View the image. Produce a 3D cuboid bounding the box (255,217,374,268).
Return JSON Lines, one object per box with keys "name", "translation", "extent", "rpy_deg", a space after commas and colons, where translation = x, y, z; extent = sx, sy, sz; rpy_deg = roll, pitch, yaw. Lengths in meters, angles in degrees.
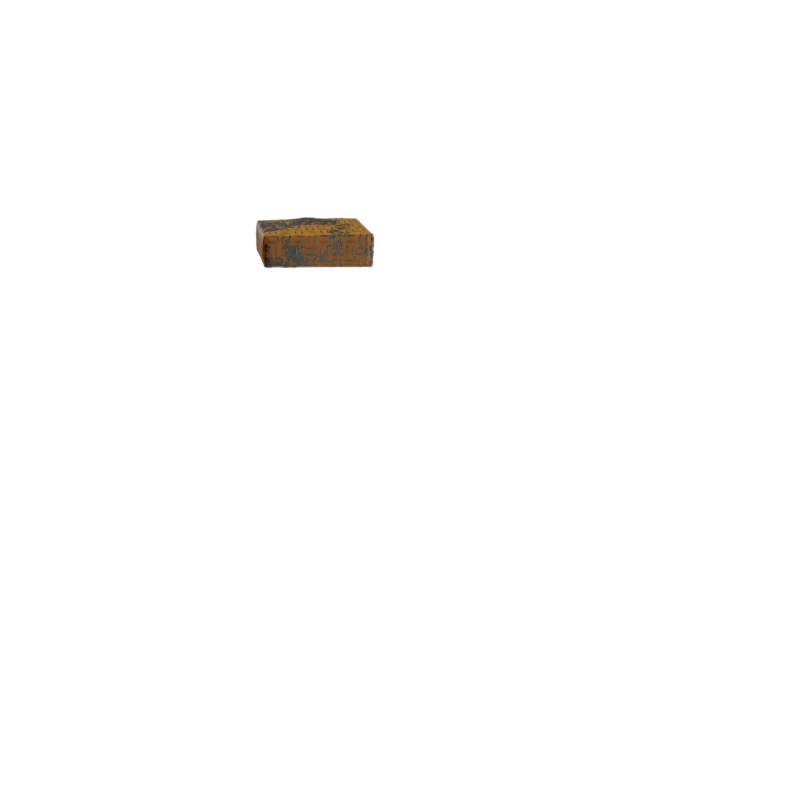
{"name": "box", "translation": [-0.070, -0.129, 0.902], "extent": [0.088, 0.029, 0.076], "rpy_deg": [-3, 18, -9]}
